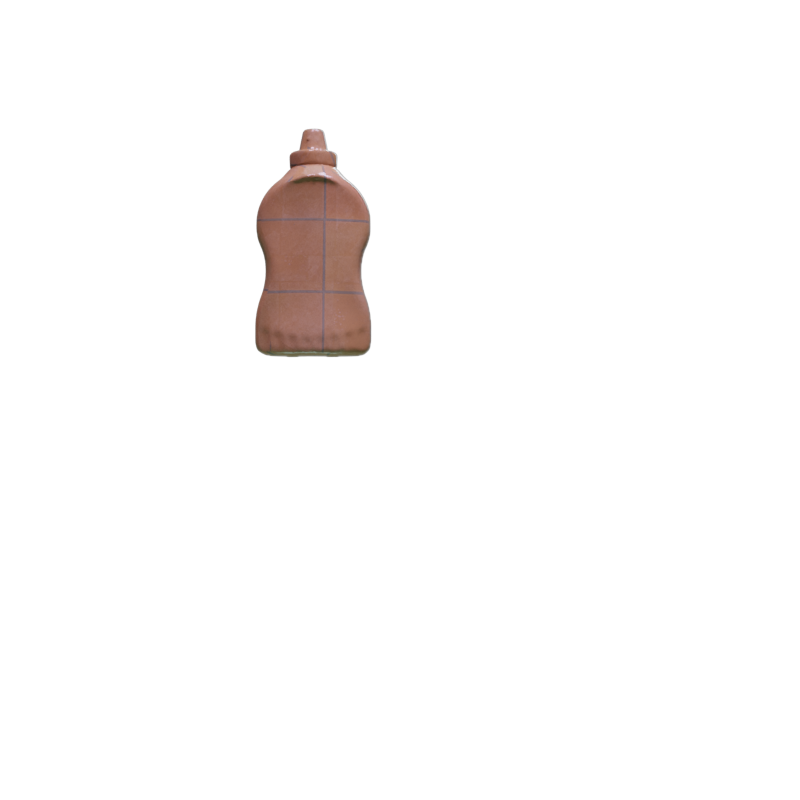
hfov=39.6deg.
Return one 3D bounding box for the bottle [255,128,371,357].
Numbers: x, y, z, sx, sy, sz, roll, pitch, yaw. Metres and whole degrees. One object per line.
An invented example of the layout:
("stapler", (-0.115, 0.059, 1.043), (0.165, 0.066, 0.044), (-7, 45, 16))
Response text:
("bottle", (-0.073, -0.133, 0.933), (0.096, 0.195, 0.057), (-1, -7, 1))
